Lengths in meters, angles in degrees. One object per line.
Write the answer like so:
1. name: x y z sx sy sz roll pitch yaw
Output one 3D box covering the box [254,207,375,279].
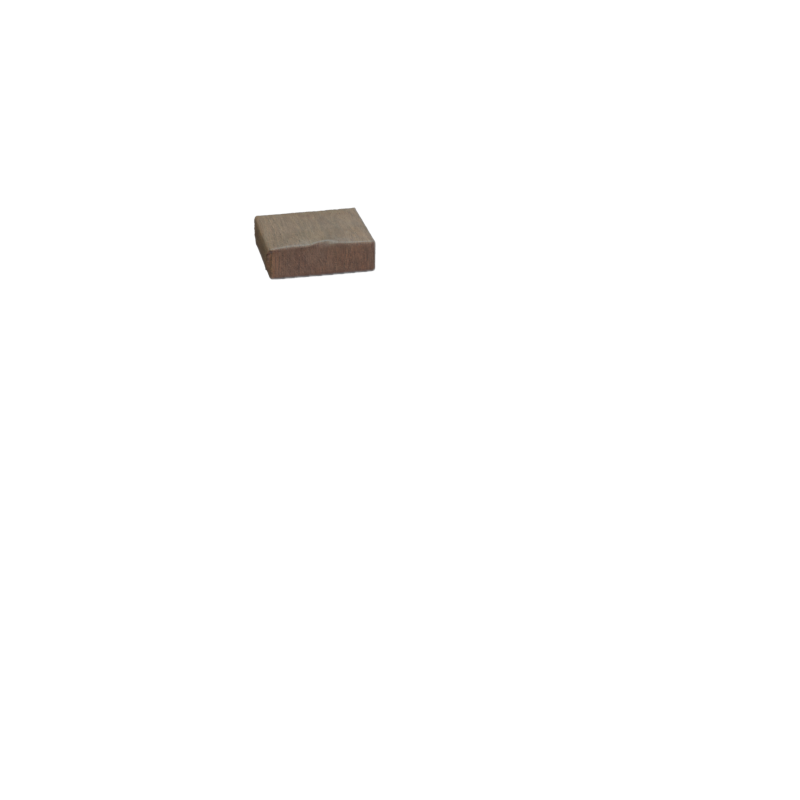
1. box: -0.071 -0.130 0.908 0.088 0.028 0.078 -6 30 -11
